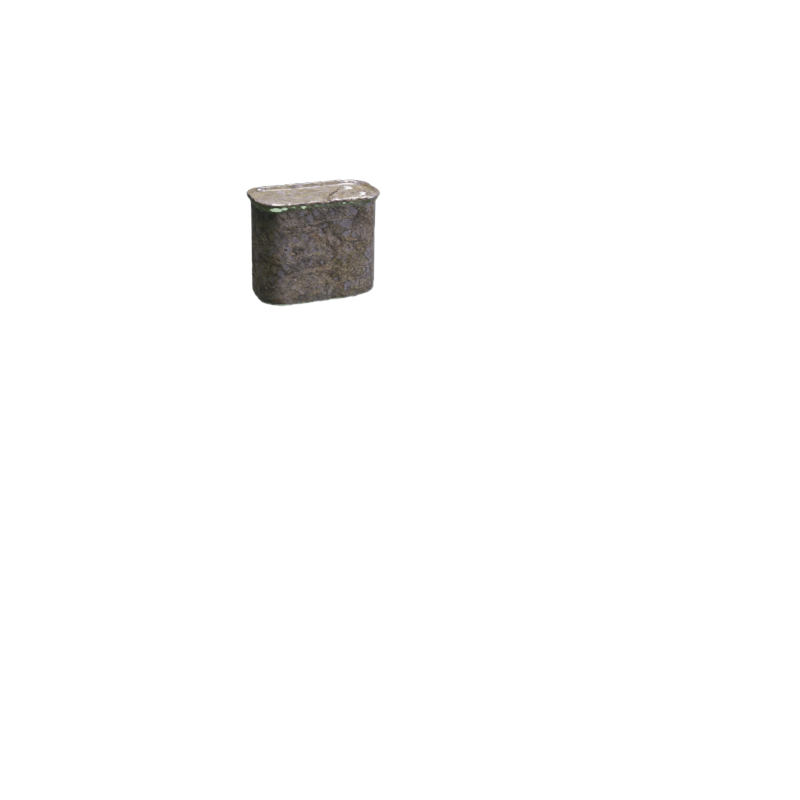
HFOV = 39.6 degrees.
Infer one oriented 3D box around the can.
[{"bbox_3d":[-0.069,-0.126,0.880,0.100,0.080,0.061,-8,22,-20],"label":"can"}]
